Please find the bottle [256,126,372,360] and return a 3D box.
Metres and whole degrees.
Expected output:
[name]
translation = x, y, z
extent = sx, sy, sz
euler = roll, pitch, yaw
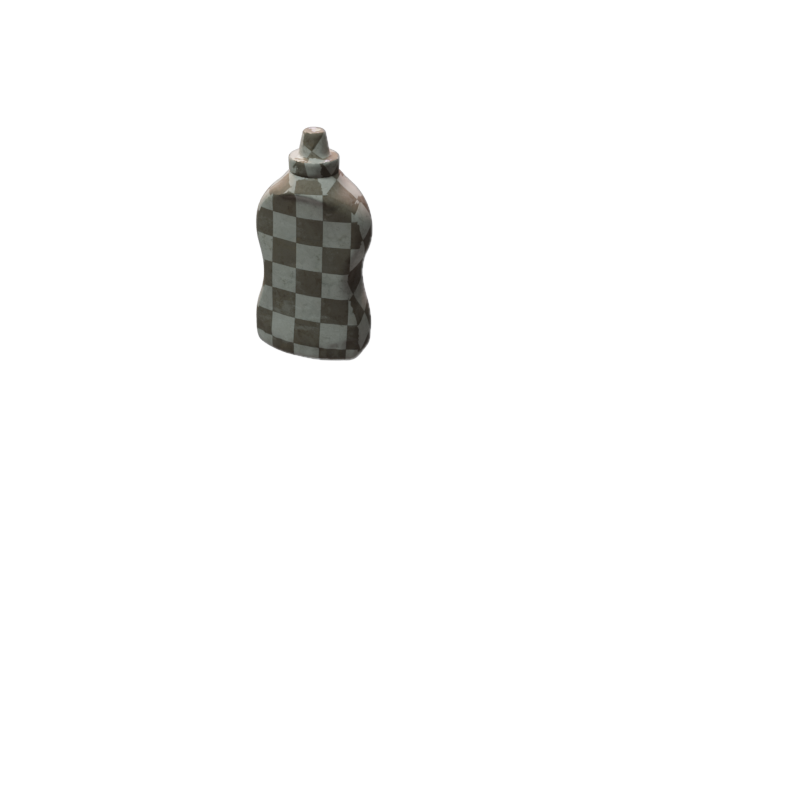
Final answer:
[bottle]
translation = -0.071, -0.130, 0.909
extent = 0.100, 0.181, 0.059
euler = 13, 28, 21
